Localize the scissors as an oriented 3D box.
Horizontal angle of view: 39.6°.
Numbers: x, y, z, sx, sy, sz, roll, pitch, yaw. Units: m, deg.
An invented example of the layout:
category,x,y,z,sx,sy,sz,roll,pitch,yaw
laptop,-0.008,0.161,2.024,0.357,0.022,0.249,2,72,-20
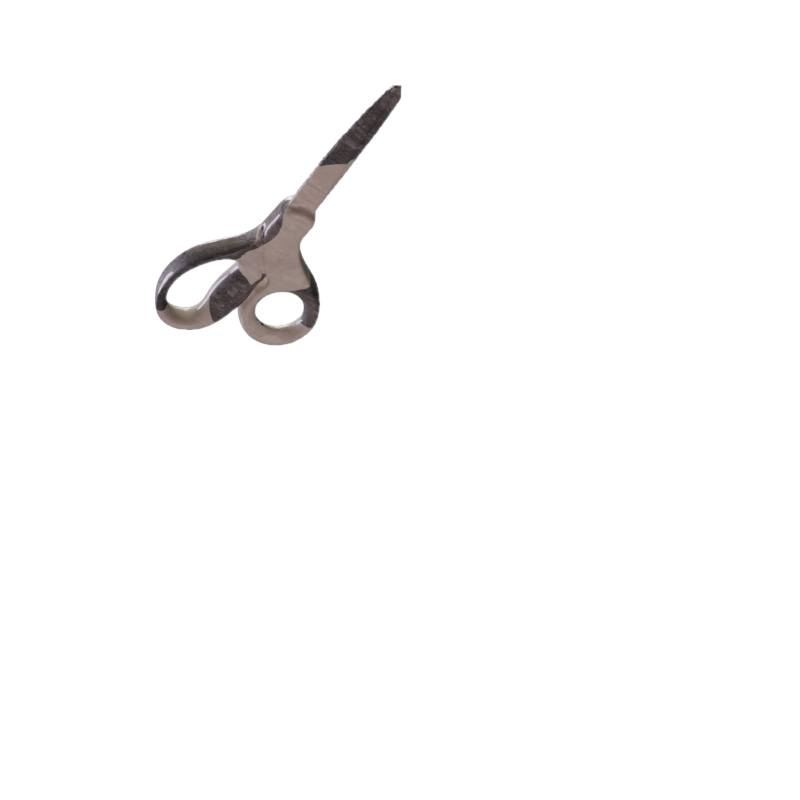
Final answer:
category,x,y,z,sx,sy,sz,roll,pitch,yaw
scissors,-0.044,-0.080,0.558,0.201,0.017,0.090,-28,-44,34
